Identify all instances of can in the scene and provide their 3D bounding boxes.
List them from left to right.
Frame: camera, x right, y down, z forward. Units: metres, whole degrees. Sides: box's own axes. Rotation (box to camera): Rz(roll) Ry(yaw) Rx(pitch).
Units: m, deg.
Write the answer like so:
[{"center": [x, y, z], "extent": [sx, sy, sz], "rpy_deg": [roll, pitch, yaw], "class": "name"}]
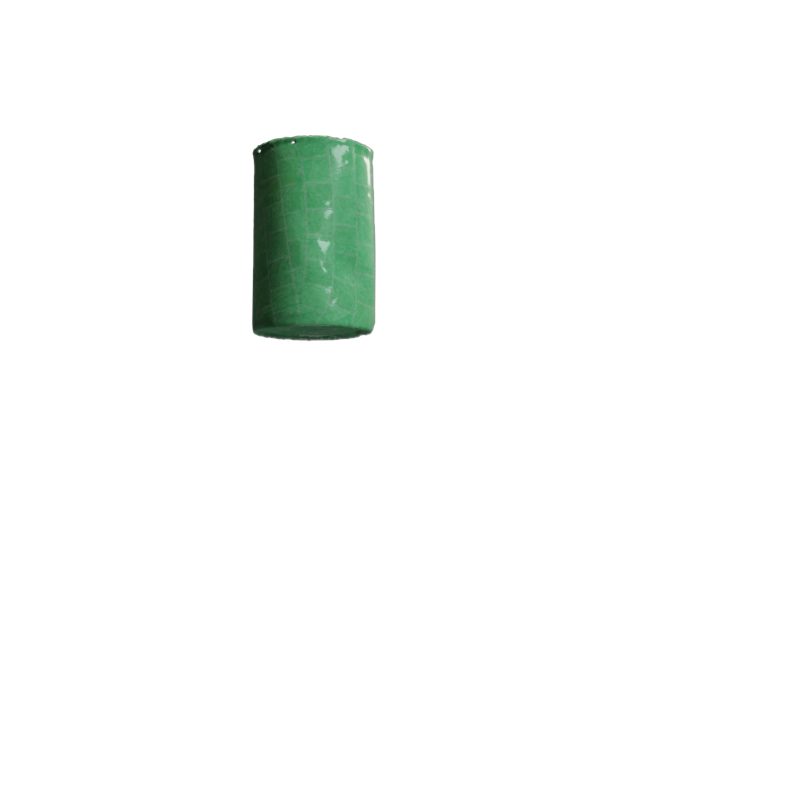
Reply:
[{"center": [-0.048, -0.087, 0.610], "extent": [0.068, 0.105, 0.067], "rpy_deg": [0, -9, -2], "class": "can"}]
